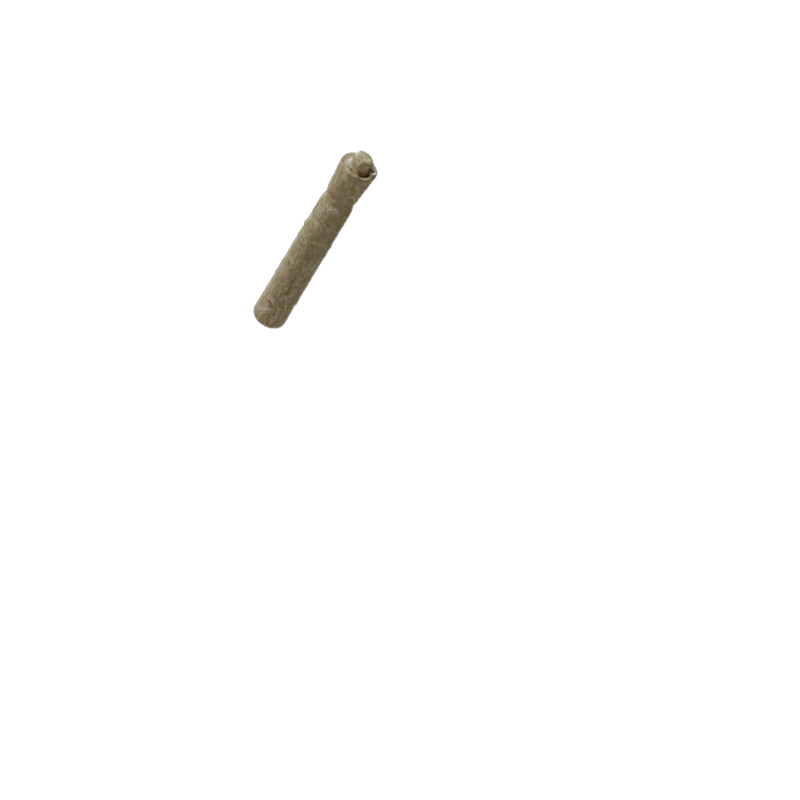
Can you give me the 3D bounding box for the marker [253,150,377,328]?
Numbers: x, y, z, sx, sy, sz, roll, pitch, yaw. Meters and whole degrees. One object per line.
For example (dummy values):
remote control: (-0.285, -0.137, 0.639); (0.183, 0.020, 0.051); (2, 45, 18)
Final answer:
marker: (-0.043, -0.079, 0.555); (0.019, 0.021, 0.117); (-1, -35, -35)
